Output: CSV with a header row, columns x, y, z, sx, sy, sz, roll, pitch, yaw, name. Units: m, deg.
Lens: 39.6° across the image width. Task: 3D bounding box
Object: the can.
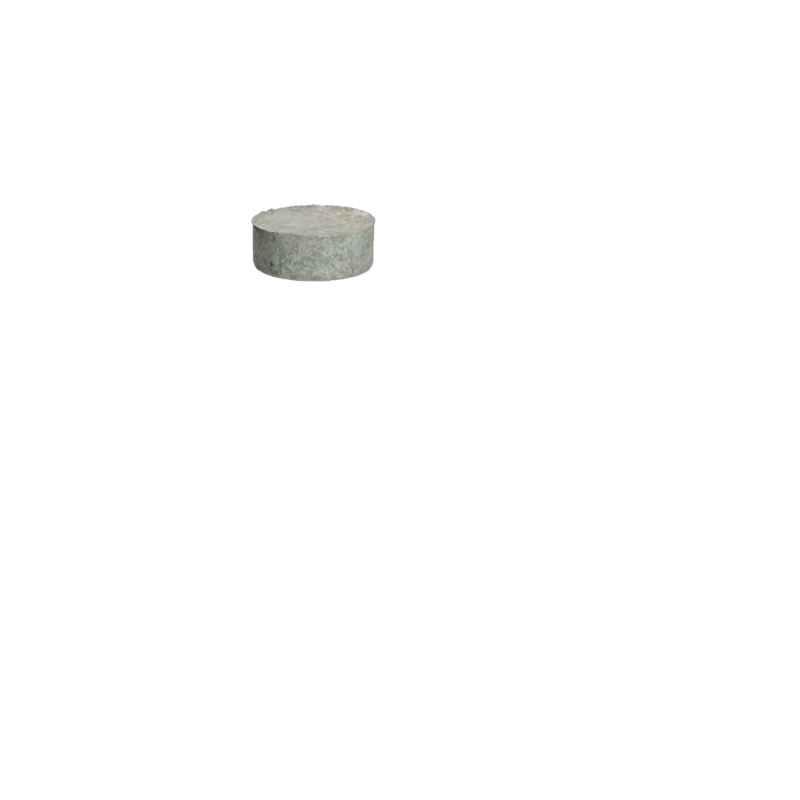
x,y,z,sx,sy,sz,roll,pitch,yaw,name
-0.060,-0.110,0.770,0.086,0.032,0.090,-1,22,-2,can
